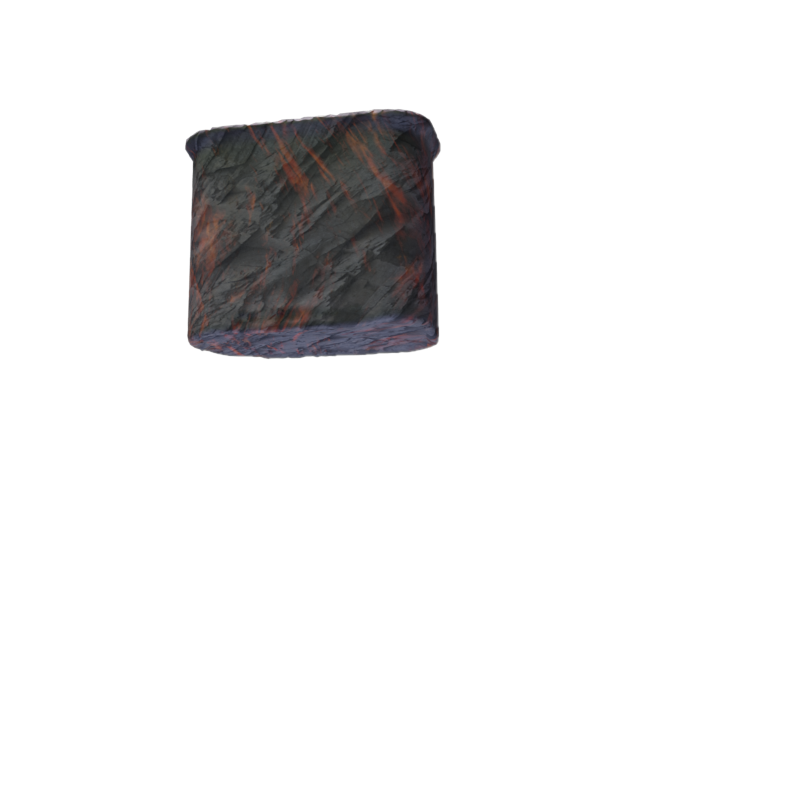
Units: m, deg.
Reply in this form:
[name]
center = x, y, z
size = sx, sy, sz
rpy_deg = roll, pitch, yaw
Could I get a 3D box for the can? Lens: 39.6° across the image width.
[can]
center = -0.035, -0.063, 0.442
size = 0.103, 0.087, 0.055
rpy_deg = -3, -15, 13
